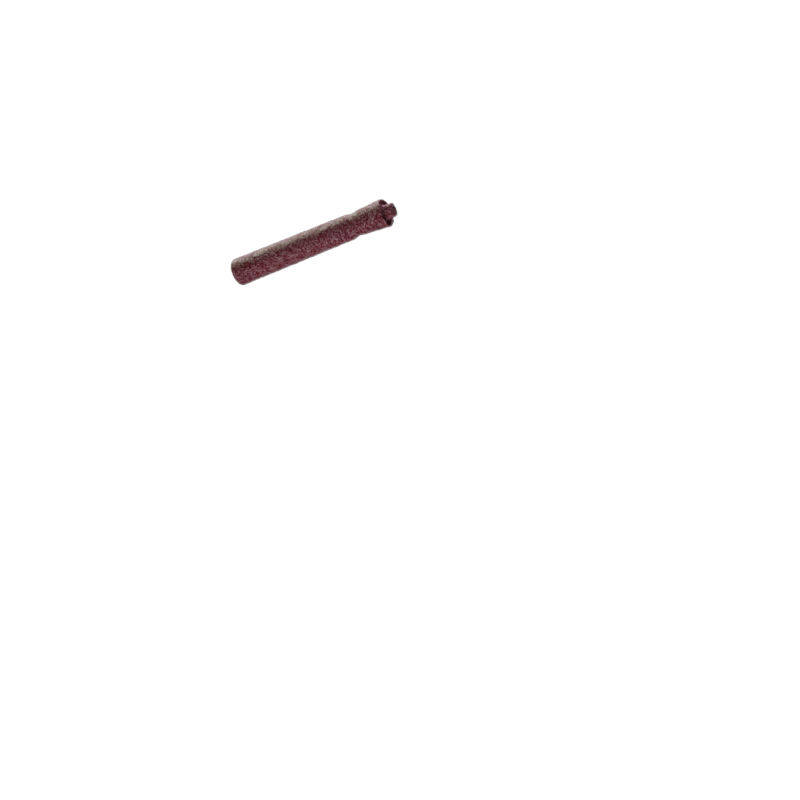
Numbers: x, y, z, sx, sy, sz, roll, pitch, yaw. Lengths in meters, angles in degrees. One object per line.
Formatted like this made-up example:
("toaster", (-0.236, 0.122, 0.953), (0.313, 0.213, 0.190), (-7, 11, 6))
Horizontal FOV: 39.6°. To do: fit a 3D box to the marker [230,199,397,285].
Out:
("marker", (-0.056, -0.103, 0.720), (0.122, 0.020, 0.019), (-18, -4, 25))
